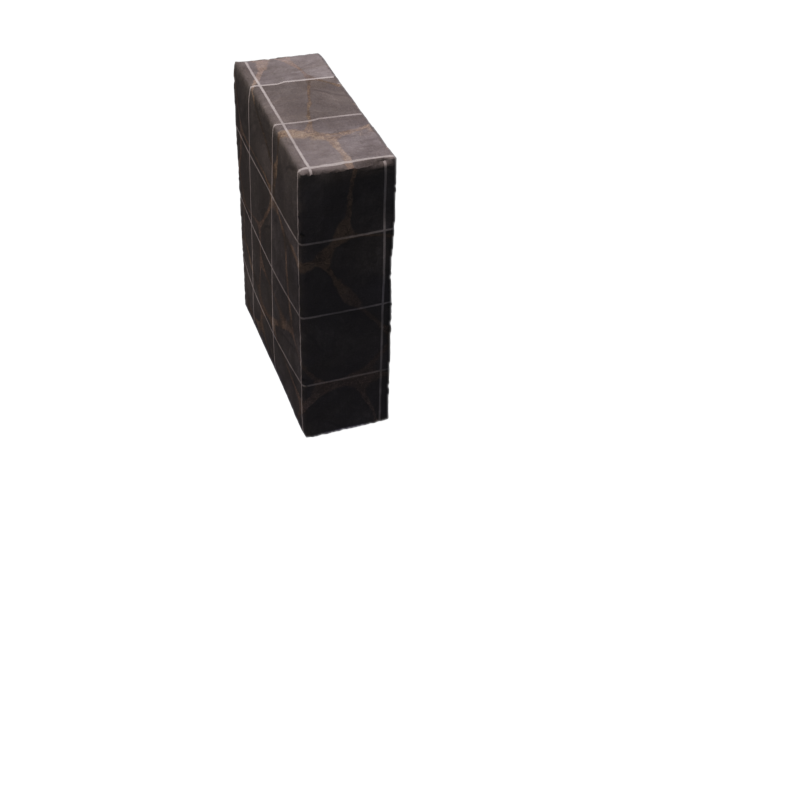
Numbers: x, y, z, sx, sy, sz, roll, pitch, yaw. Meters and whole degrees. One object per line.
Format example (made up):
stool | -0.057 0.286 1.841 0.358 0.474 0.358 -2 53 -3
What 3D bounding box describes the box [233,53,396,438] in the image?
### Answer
box | -0.060 -0.110 0.771 0.071 0.200 0.178 -10 39 -17
